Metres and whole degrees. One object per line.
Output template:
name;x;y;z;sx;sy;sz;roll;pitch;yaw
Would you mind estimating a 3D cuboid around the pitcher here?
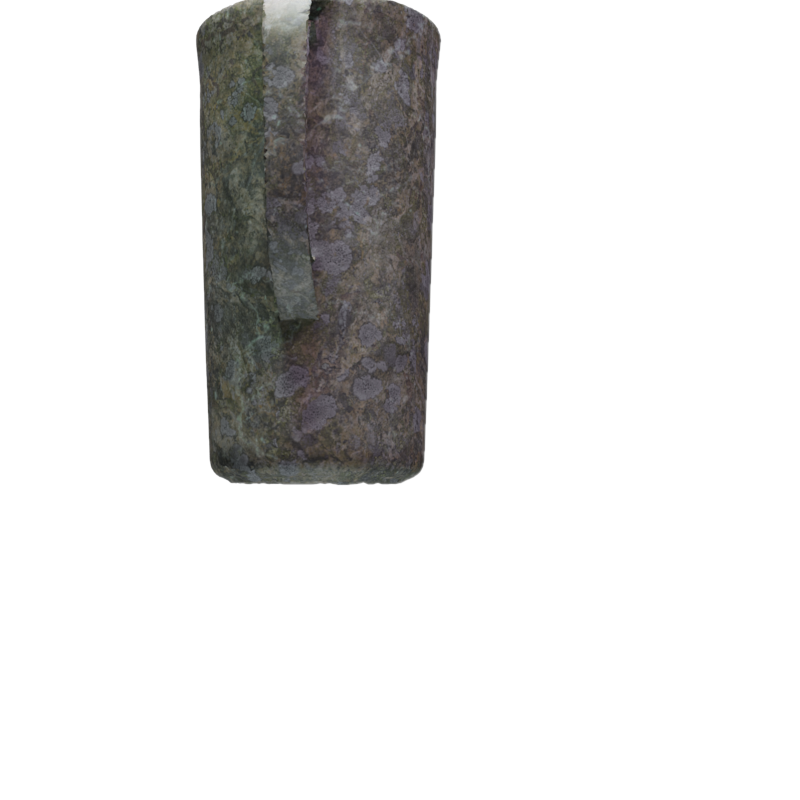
pitcher;-0.045;-0.082;0.571;0.142;0.250;0.148;8;-14;-39
